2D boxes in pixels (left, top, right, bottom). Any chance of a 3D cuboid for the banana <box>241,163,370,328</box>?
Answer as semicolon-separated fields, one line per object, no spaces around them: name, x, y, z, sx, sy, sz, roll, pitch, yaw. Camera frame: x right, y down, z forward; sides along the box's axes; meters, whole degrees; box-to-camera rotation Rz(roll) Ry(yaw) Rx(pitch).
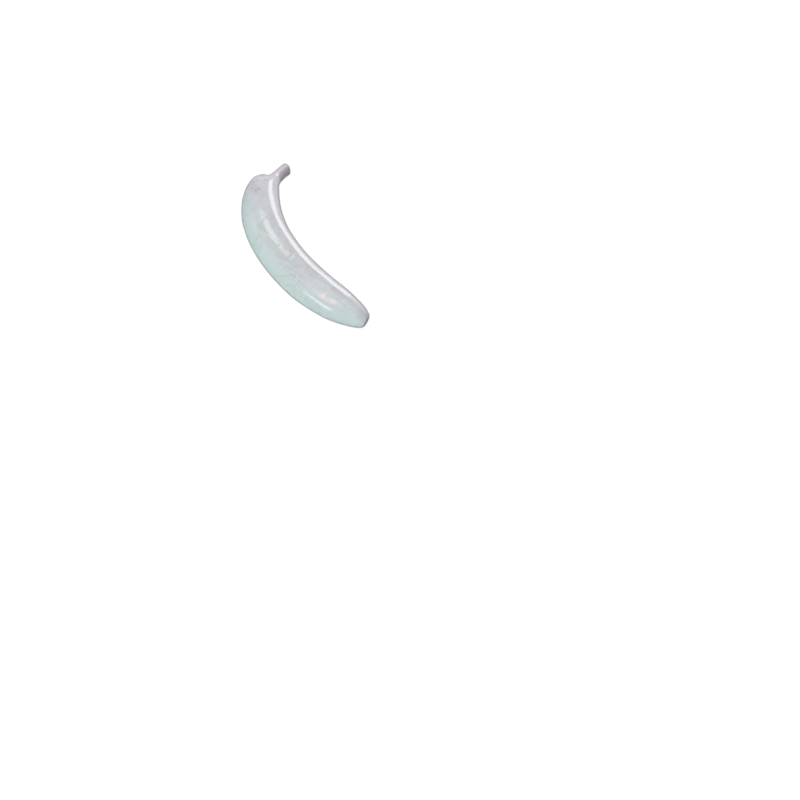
banana;-0.096;-0.138;0.983;0.069;0.213;0.034;-19;-32;-13
